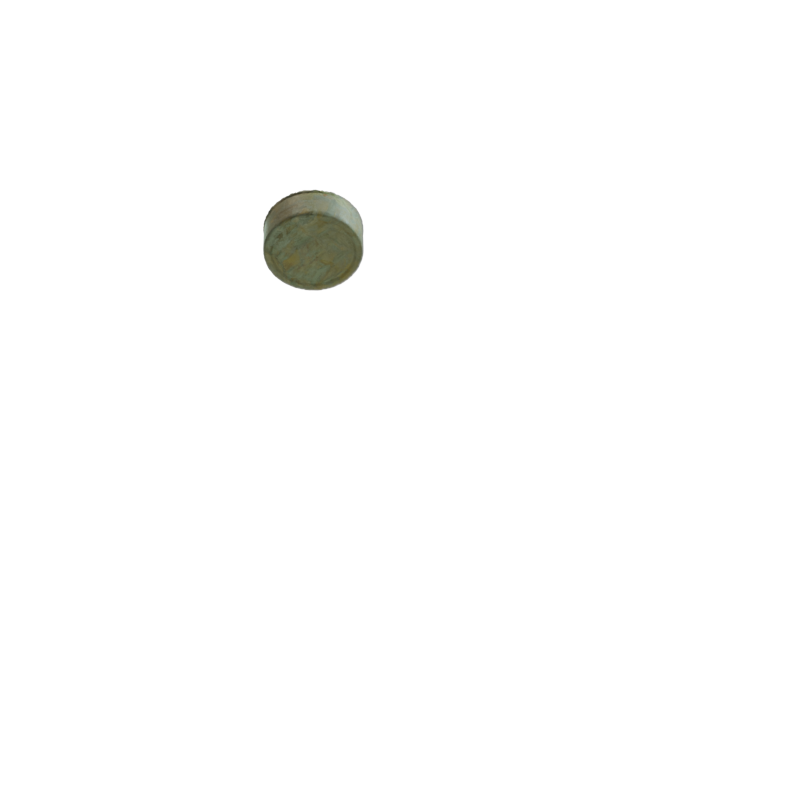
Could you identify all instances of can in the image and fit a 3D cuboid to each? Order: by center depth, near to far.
[{"bbox_3d":[-0.073,-0.134,0.937,0.086,0.080,0.036,1,43,-1],"label":"can"}]
